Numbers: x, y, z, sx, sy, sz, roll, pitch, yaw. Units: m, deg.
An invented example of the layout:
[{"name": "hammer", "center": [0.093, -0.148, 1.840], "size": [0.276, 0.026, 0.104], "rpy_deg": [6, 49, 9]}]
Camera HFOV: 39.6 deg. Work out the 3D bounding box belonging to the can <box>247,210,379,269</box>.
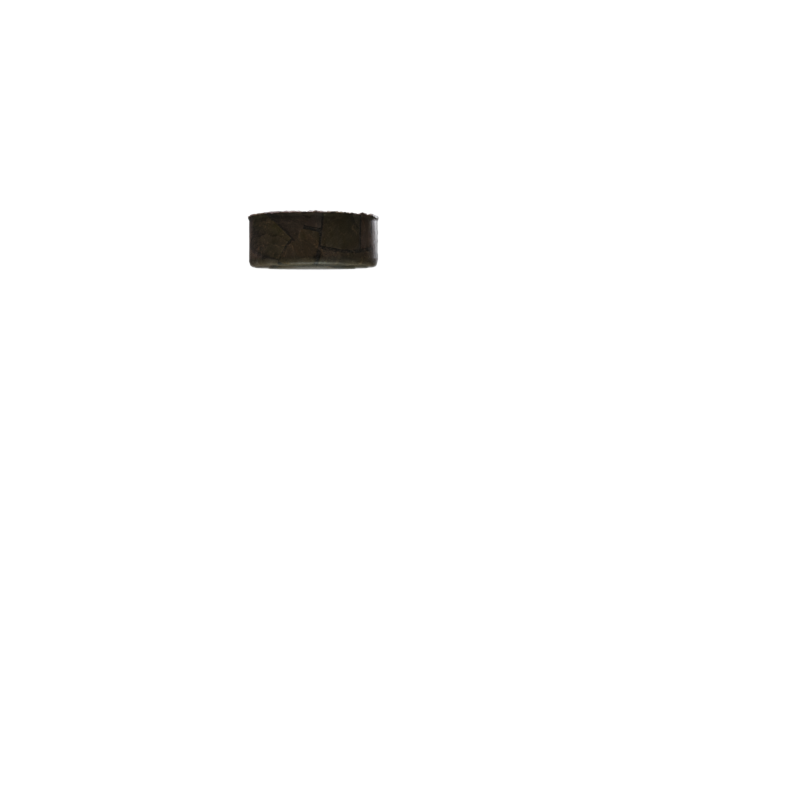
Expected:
[{"name": "can", "center": [-0.057, -0.104, 0.726], "size": [0.086, 0.034, 0.086], "rpy_deg": [0, 3, -2]}]
